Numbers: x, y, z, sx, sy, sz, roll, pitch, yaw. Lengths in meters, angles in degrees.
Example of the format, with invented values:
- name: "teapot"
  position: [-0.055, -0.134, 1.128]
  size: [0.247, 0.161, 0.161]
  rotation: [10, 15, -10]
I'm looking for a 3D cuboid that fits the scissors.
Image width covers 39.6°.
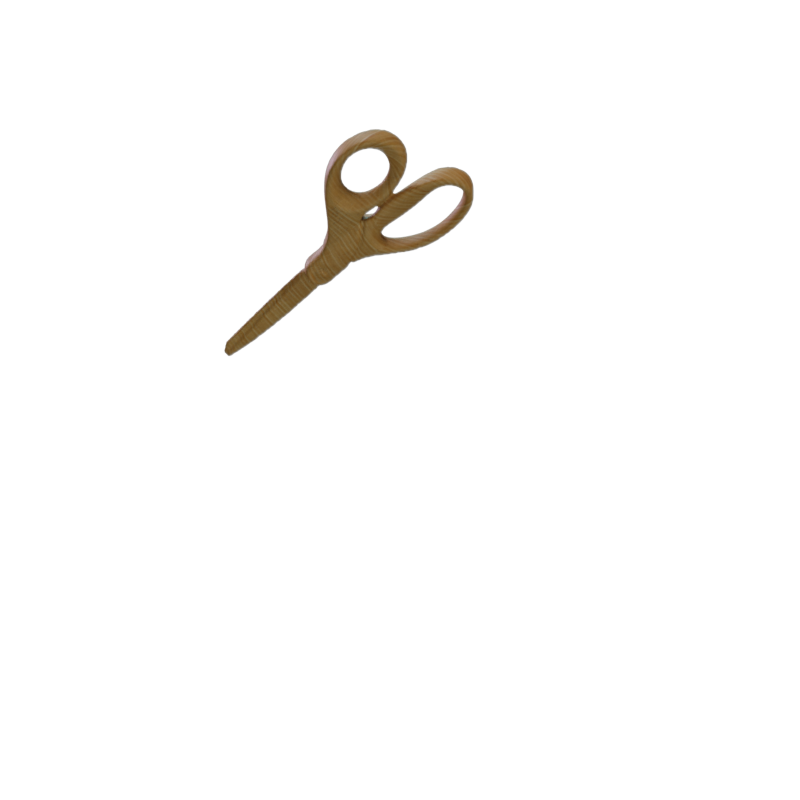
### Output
- name: "scissors"
  position: [-0.053, -0.096, 0.672]
  size: [0.202, 0.017, 0.089]
  rotation: [-25, -53, 21]
